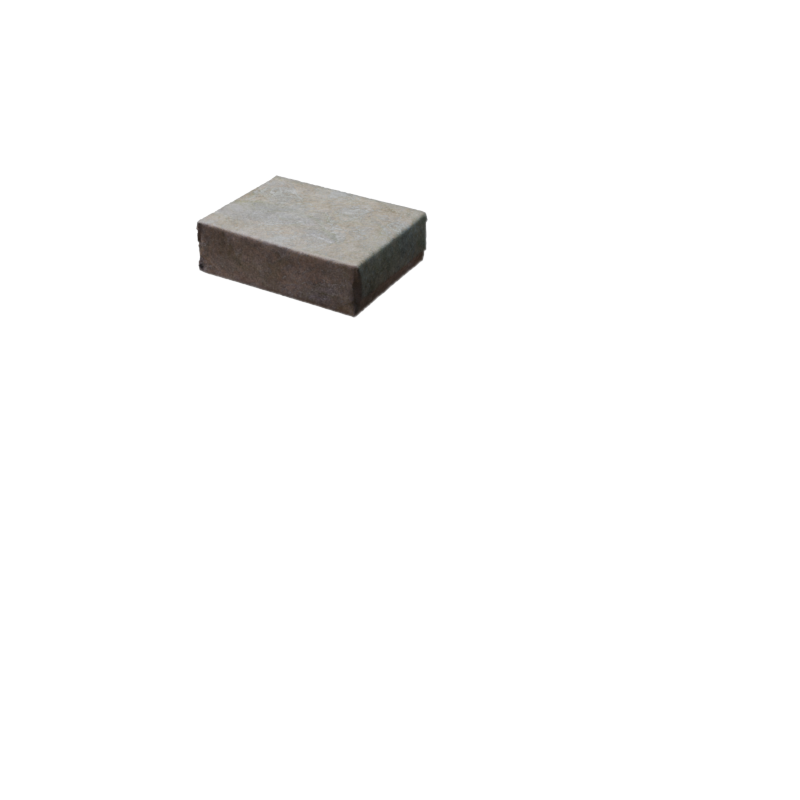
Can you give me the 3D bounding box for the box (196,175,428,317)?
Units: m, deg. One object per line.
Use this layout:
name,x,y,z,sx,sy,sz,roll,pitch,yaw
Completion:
box,-0.053,-0.096,0.673,0.119,0.037,0.091,15,32,25
